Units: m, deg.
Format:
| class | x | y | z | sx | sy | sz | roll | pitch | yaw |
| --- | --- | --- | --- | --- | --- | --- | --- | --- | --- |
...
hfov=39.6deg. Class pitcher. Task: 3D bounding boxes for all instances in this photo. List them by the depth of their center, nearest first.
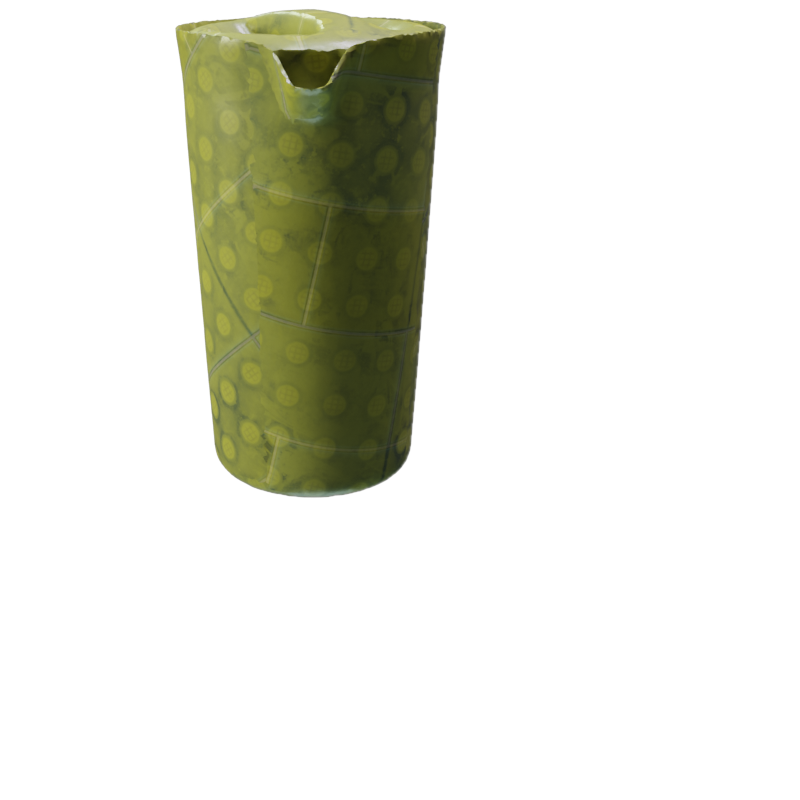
| class | x | y | z | sx | sy | sz | roll | pitch | yaw |
| --- | --- | --- | --- | --- | --- | --- | --- | --- | --- |
| pitcher | -0.046 | -0.084 | 0.590 | 0.153 | 0.233 | 0.147 | 17 | 24 | 39 |
